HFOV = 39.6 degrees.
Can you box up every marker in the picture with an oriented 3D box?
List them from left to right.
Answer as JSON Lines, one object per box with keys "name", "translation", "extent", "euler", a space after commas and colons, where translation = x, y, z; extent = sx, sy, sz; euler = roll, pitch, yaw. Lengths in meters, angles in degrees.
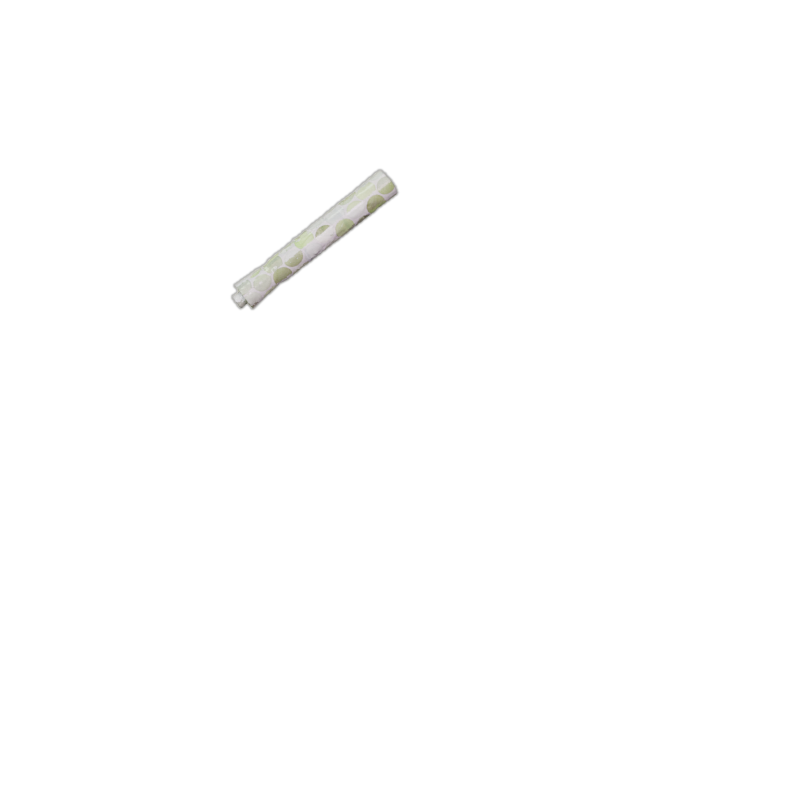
{"name": "marker", "translation": [-0.053, -0.097, 0.680], "extent": [0.121, 0.019, 0.020], "euler": [-39, 10, -7]}
